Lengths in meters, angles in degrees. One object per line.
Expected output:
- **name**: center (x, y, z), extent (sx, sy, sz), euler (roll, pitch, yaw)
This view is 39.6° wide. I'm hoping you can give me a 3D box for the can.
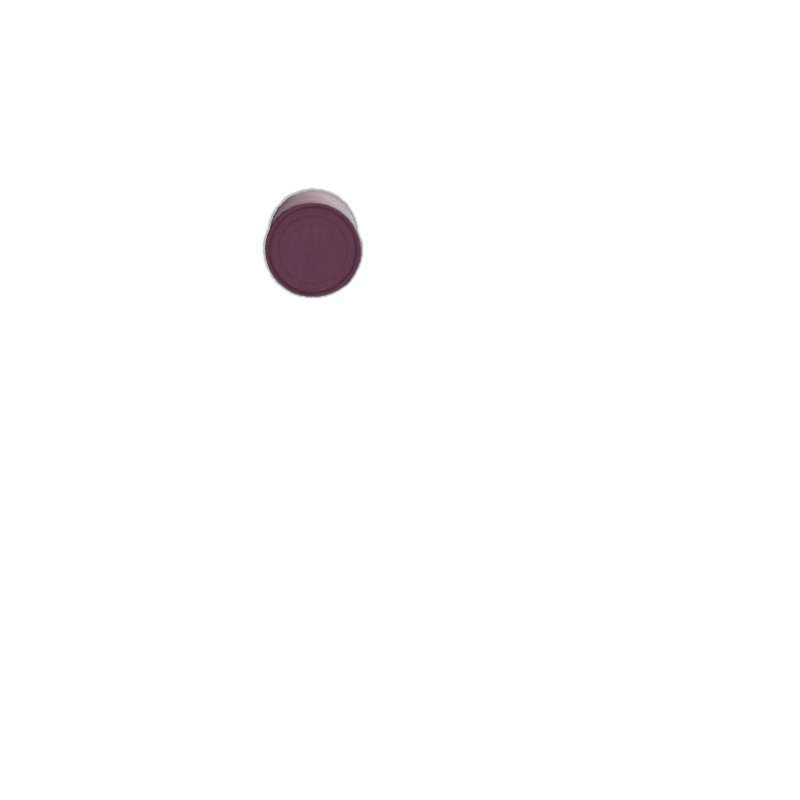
- **can**: center (-0.062, -0.114, 0.797), extent (0.068, 0.067, 0.105), euler (0, 12, -3)
